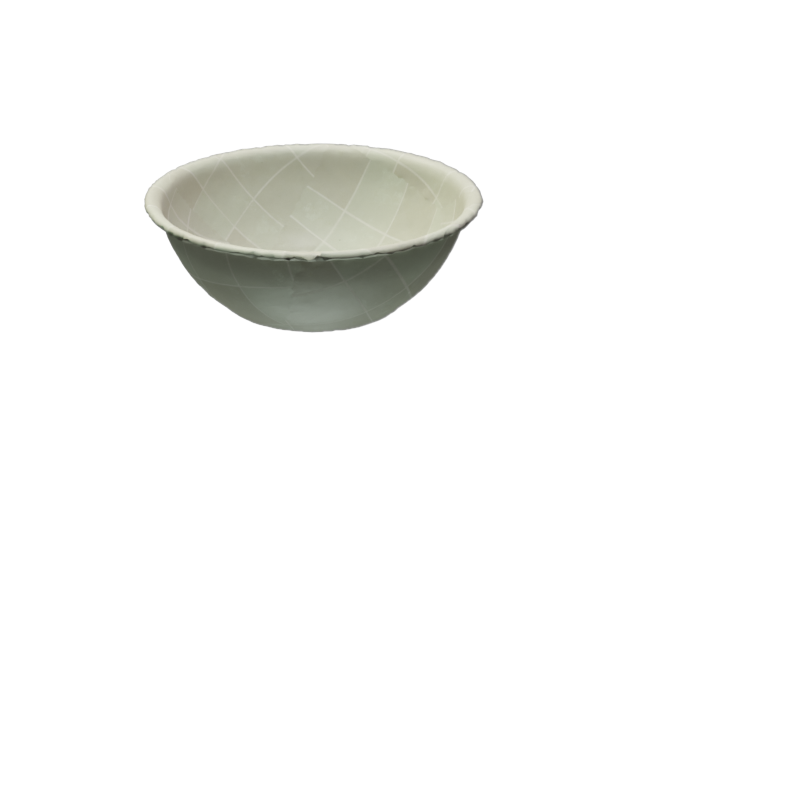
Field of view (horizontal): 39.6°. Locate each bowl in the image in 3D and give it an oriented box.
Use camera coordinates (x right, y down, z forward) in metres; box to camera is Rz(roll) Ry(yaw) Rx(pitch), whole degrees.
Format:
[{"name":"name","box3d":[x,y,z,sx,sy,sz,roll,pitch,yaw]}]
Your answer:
[{"name":"bowl","box3d":[-0.042,-0.077,0.542,0.162,0.052,0.171,-1,28,-2]}]
